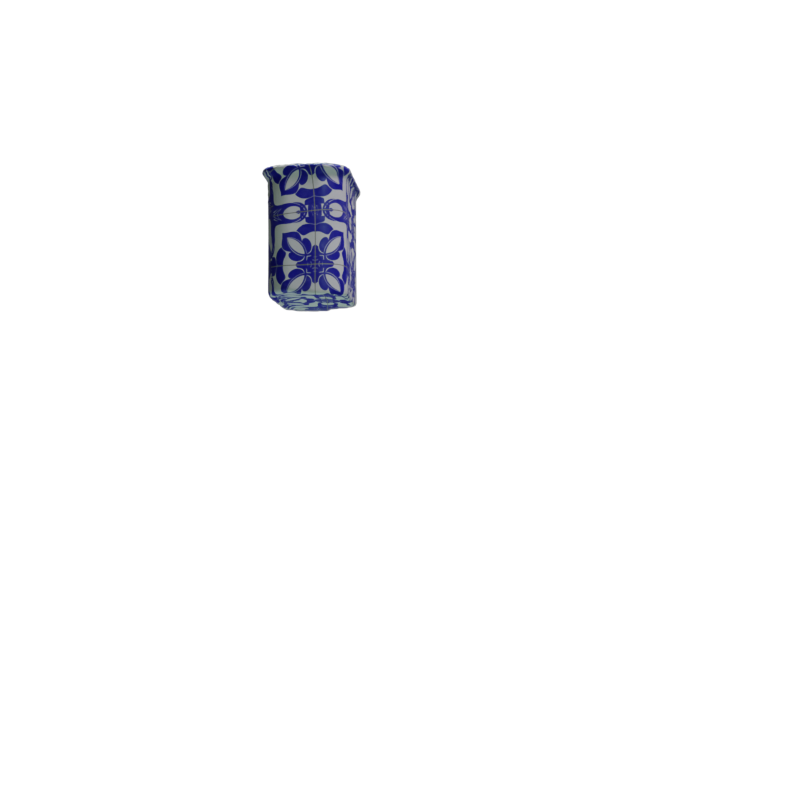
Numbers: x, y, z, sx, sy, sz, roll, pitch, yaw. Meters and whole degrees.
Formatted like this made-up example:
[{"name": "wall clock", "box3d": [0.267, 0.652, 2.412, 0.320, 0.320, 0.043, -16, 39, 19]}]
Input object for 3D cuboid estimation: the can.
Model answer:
[{"name": "can", "box3d": [-0.058, -0.106, 0.743, 0.058, 0.086, 0.099, -1, -6, 5]}]
